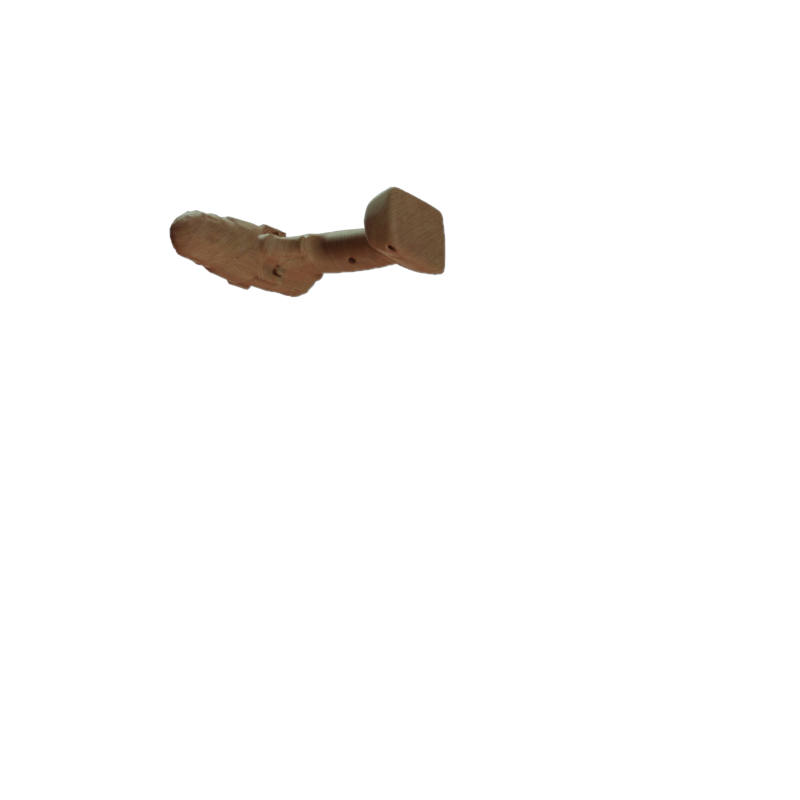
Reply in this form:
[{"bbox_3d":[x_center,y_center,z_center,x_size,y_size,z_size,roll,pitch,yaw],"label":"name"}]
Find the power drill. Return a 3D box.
[{"bbox_3d":[-0.071,-0.130,0.909,0.193,0.059,0.175,-3,-6,29],"label":"power drill"}]
